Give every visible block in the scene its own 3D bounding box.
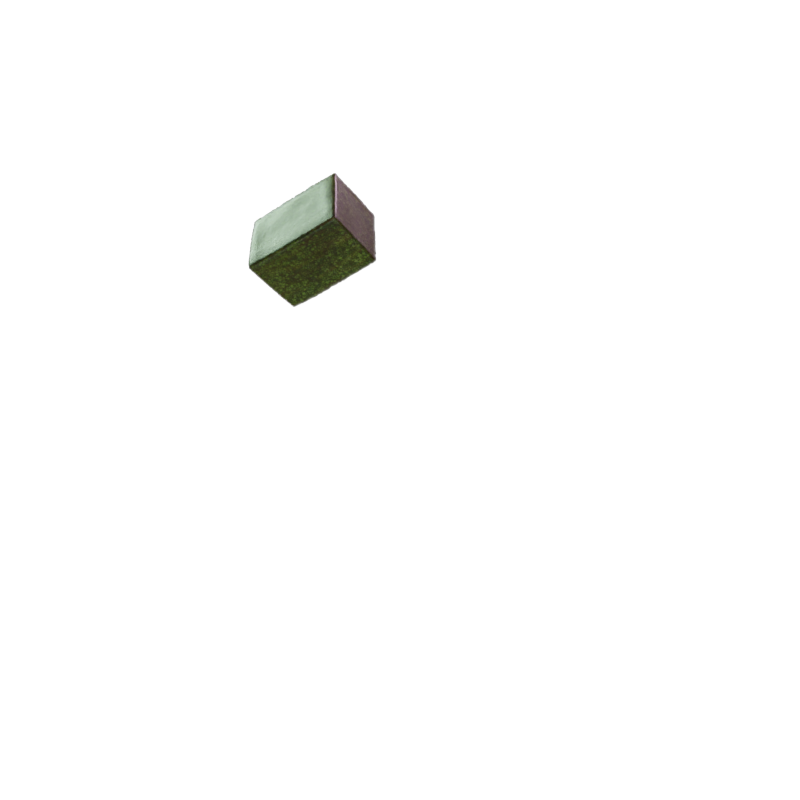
[{"bbox_3d":[-0.063,-0.115,0.802,0.078,0.055,0.049,-27,-51,23],"label":"block"}]
